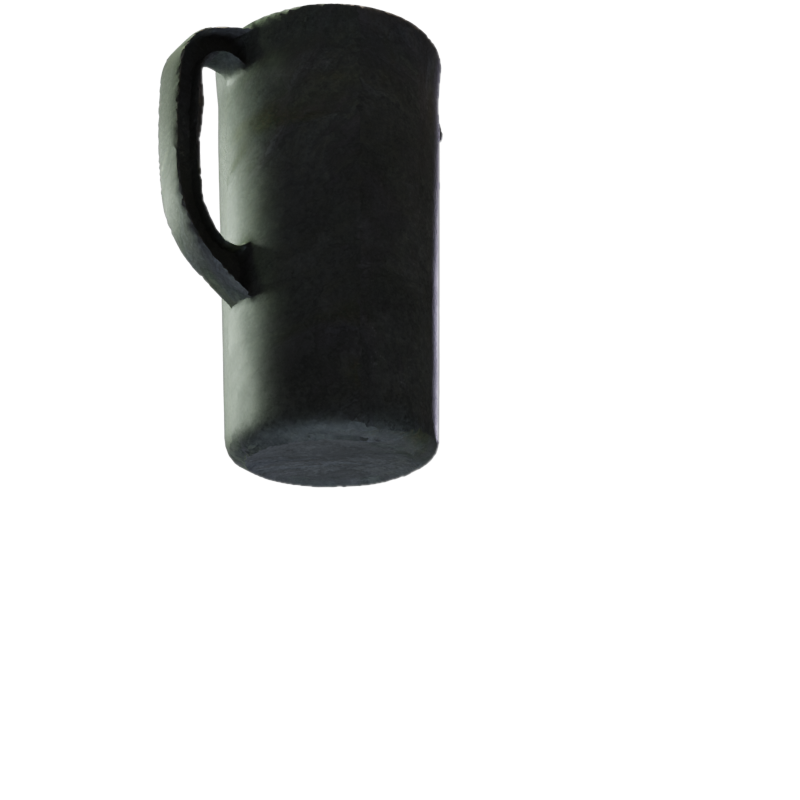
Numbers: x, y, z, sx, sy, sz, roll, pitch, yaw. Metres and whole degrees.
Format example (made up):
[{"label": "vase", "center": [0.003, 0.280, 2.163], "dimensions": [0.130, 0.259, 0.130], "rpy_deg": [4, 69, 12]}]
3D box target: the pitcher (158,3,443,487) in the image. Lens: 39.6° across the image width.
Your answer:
[{"label": "pitcher", "center": [-0.047, -0.086, 0.601], "dimensions": [0.150, 0.257, 0.136], "rpy_deg": [-3, -24, 4]}]
